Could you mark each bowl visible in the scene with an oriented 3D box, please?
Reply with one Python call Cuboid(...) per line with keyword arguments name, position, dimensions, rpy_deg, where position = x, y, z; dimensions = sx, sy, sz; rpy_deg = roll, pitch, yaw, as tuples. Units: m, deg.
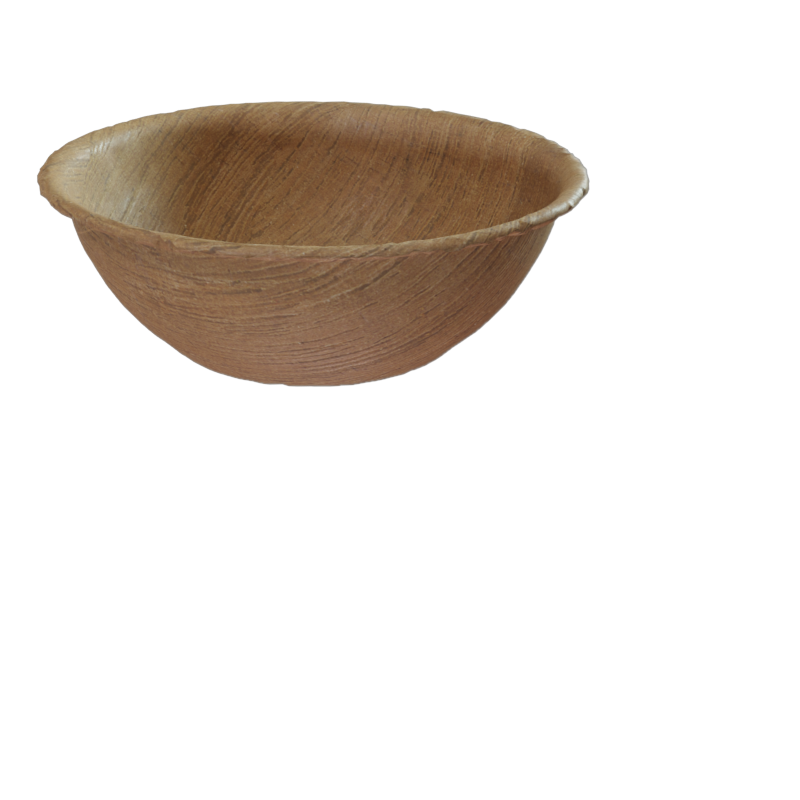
Cuboid(name="bowl", position=(-0.027, -0.049, 0.340), dimensions=(0.162, 0.052, 0.171), rpy_deg=(-1, 25, -2))
